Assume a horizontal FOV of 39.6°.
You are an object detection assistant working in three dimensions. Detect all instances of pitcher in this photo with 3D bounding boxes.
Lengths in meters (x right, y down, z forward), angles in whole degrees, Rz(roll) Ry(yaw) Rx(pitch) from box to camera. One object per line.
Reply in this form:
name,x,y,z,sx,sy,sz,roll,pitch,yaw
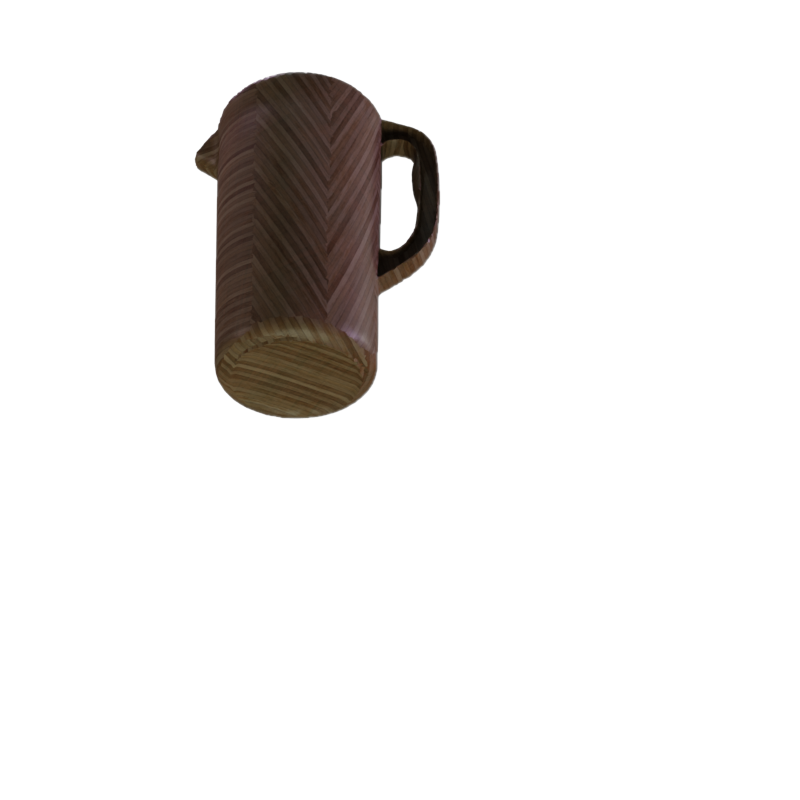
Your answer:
pitcher,-0.063,-0.115,0.803,0.137,0.261,0.147,27,-47,-32
